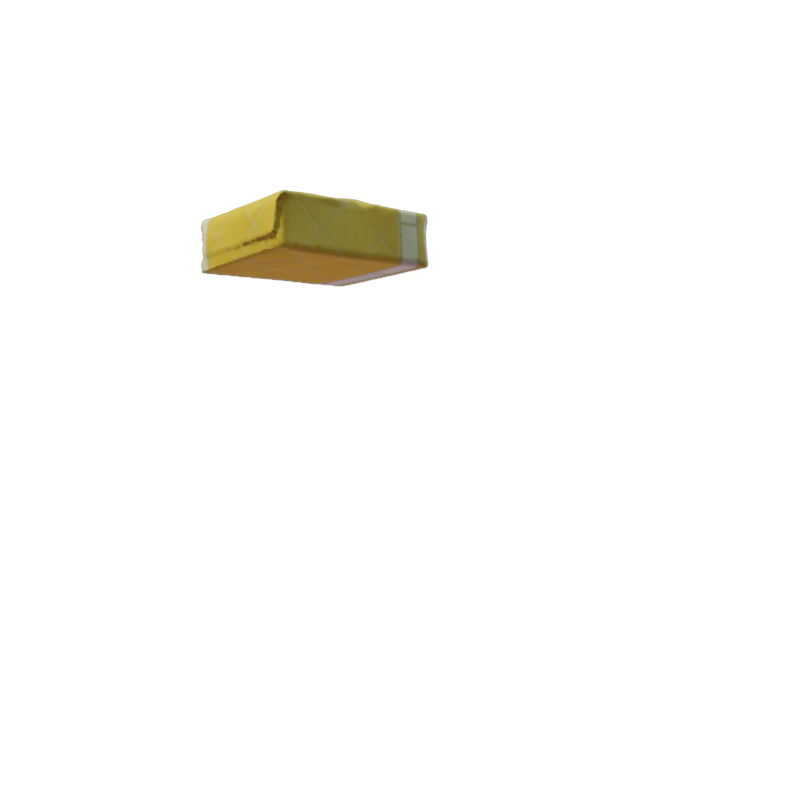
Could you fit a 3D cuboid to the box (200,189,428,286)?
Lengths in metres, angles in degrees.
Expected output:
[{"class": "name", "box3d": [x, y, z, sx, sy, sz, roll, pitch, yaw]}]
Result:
[{"class": "box", "box3d": [-0.043, -0.078, 0.545, 0.085, 0.031, 0.075, 4, -6, -36]}]
